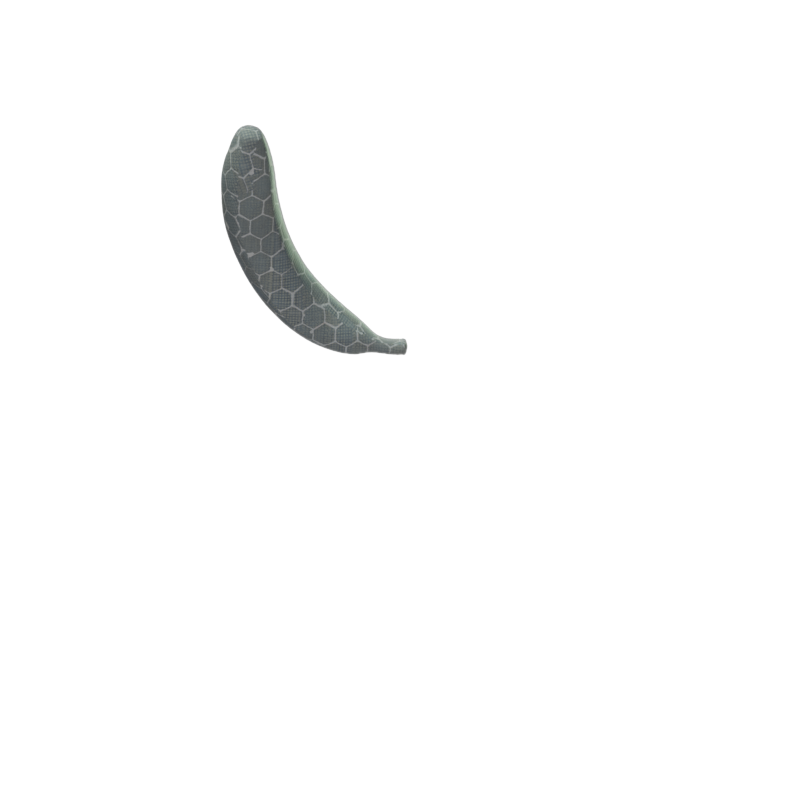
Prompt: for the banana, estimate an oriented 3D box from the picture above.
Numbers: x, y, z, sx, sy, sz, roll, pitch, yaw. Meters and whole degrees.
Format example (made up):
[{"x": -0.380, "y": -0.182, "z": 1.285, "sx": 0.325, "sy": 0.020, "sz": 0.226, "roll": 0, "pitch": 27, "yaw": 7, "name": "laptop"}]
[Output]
[{"x": -0.070, "y": -0.092, "z": 0.722, "sx": 0.070, "sy": 0.184, "sz": 0.039, "roll": -26, "pitch": 33, "yaw": 18, "name": "banana"}]
